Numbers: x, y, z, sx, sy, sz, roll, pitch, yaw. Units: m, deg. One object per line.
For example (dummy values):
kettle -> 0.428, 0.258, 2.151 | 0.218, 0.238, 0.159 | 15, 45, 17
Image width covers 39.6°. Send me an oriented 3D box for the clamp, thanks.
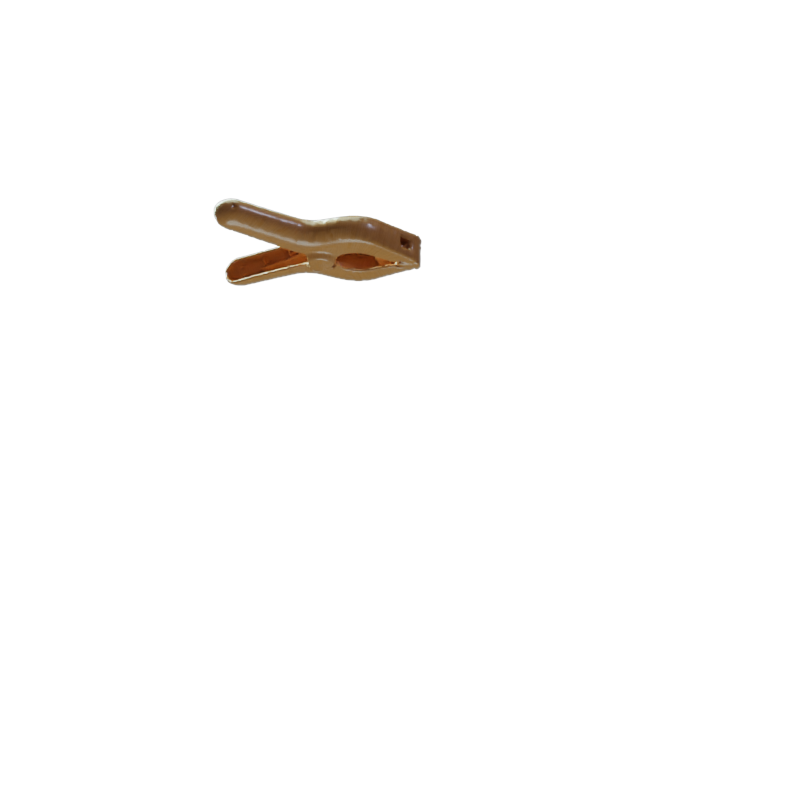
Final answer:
clamp -> -0.070, -0.129, 0.900 | 0.173, 0.041, 0.114 | -2, -17, 8
